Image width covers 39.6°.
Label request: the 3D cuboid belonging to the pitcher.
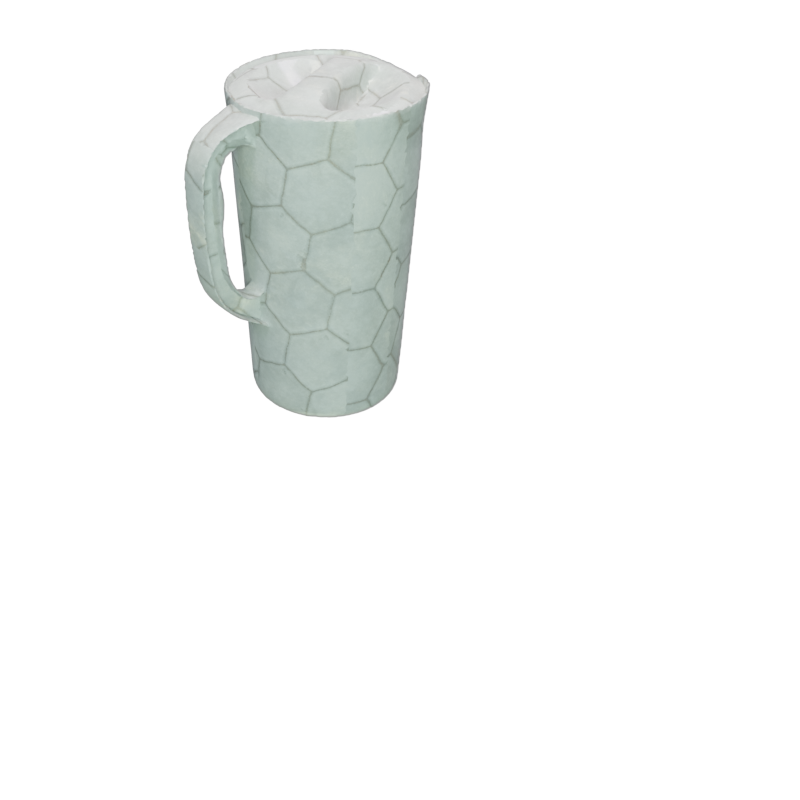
[{"bbox_3d":[-0.060,-0.109,0.766,0.150,0.229,0.153,3,31,2],"label":"pitcher"}]
